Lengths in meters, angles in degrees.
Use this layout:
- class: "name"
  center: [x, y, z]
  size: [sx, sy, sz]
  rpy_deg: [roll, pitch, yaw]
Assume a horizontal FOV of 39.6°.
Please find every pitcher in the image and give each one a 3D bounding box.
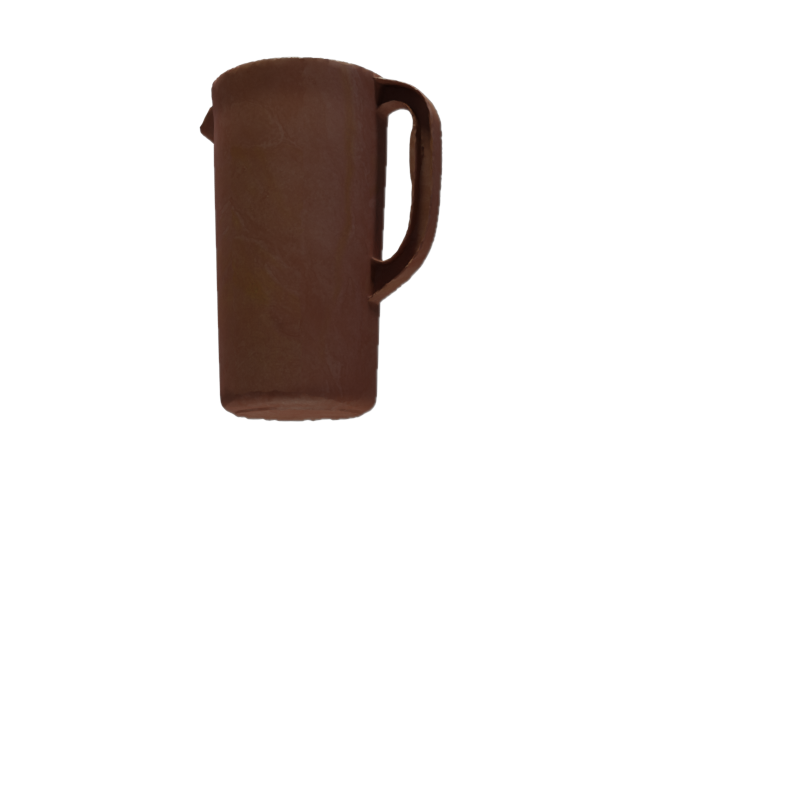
- class: "pitcher"
  center: [-0.061, -0.112, 0.782]
  size: [0.141, 0.251, 0.149]
  rpy_deg: [4, -13, -22]
